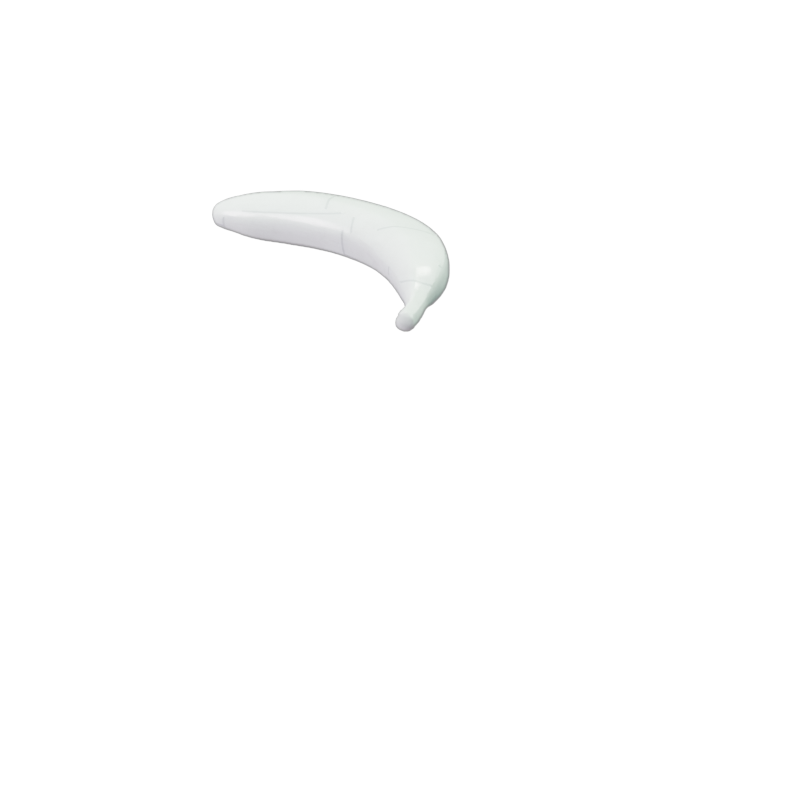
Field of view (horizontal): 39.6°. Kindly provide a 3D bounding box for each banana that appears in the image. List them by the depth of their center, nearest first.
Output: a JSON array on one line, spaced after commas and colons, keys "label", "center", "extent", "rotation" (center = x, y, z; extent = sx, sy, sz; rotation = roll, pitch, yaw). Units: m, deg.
[{"label": "banana", "center": [-0.033, -0.095, 0.648], "extent": [0.068, 0.035, 0.211], "rotation": [-17, 31, -33]}]
